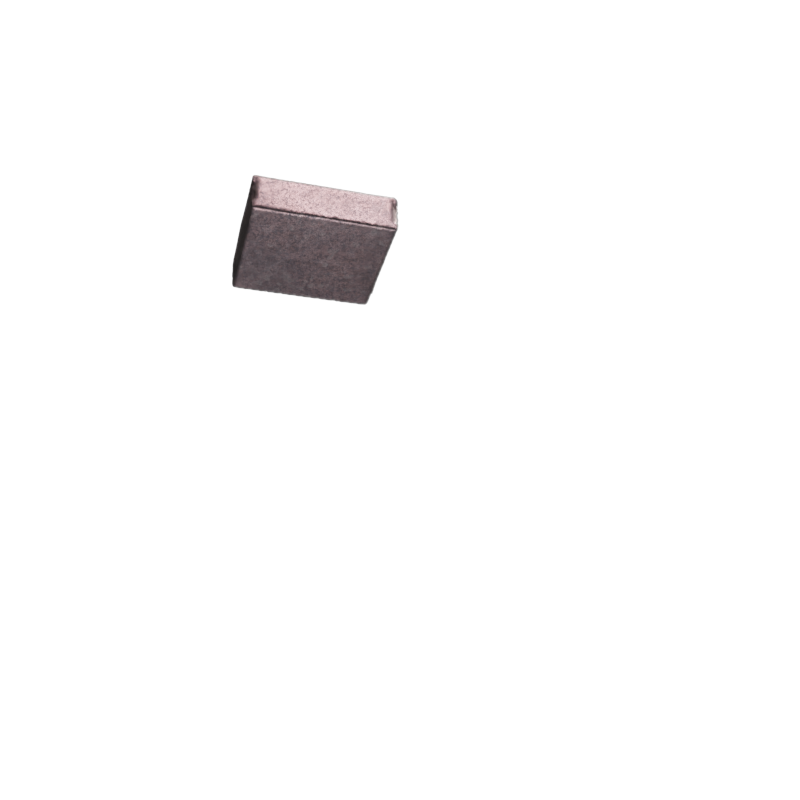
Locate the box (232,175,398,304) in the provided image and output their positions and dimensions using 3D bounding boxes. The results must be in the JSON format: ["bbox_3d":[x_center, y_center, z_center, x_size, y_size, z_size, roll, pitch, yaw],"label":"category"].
[{"bbox_3d":[-0.052,-0.096,0.671,0.088,0.032,0.069,8,-39,-10],"label":"box"}]
